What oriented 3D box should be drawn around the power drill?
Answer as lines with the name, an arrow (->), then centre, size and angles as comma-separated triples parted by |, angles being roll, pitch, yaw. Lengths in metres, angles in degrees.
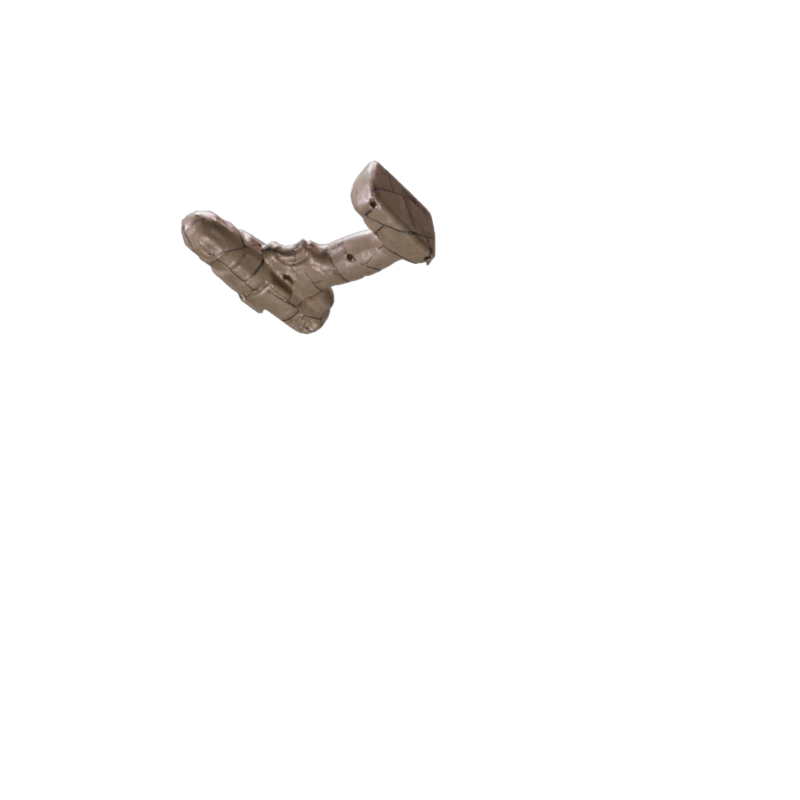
power drill -> -0.078, -0.142, 0.995 | 0.189, 0.061, 0.171 | -22, -39, 30
